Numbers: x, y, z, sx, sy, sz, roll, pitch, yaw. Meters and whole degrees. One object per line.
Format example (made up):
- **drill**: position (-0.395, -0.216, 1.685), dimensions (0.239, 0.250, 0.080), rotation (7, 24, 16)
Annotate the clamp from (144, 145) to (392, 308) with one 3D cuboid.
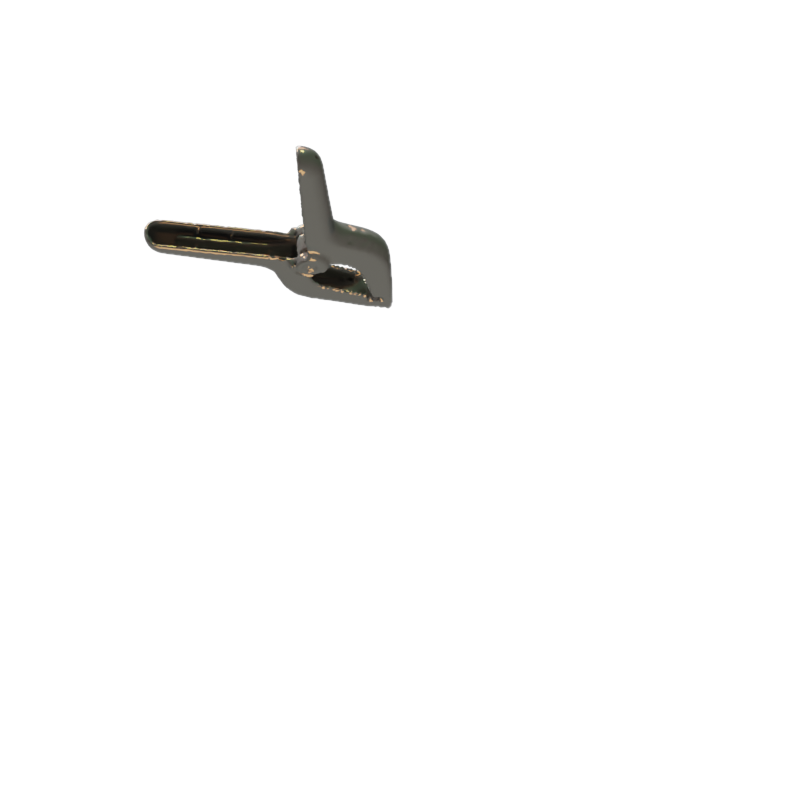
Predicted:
- **clamp**: position (-0.067, -0.122, 0.851), dimensions (0.197, 0.039, 0.165), rotation (22, -32, -40)
